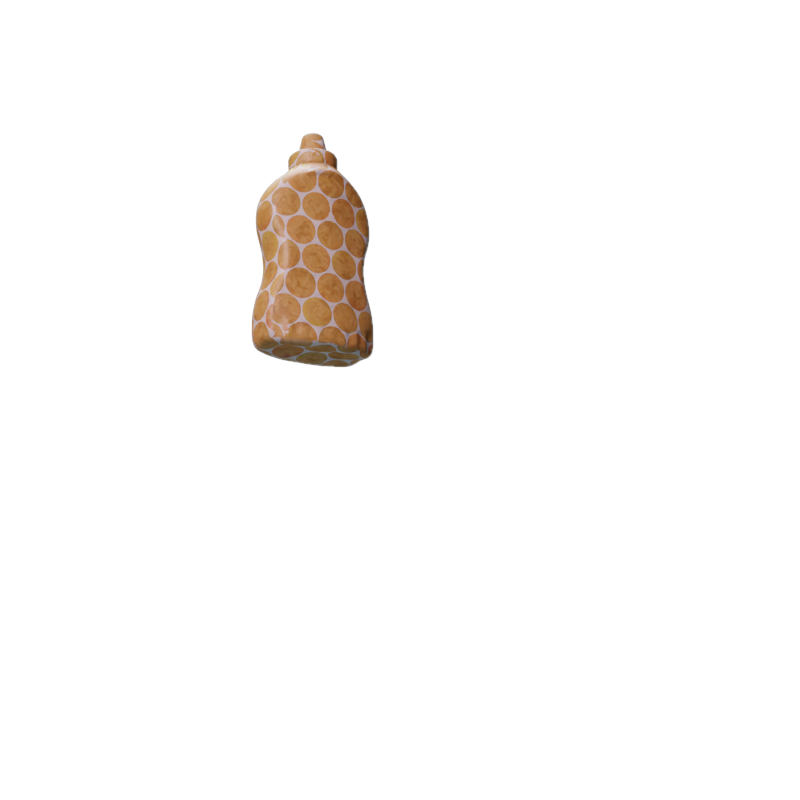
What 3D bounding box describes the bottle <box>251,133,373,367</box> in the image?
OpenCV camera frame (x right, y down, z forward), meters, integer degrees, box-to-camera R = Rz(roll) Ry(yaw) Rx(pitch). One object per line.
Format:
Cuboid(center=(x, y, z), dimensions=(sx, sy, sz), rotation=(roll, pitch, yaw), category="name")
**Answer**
Cuboid(center=(-0.070, -0.127, 0.893), dimensions=(0.092, 0.202, 0.058), rotation=(10, -25, -28), category="bottle")
